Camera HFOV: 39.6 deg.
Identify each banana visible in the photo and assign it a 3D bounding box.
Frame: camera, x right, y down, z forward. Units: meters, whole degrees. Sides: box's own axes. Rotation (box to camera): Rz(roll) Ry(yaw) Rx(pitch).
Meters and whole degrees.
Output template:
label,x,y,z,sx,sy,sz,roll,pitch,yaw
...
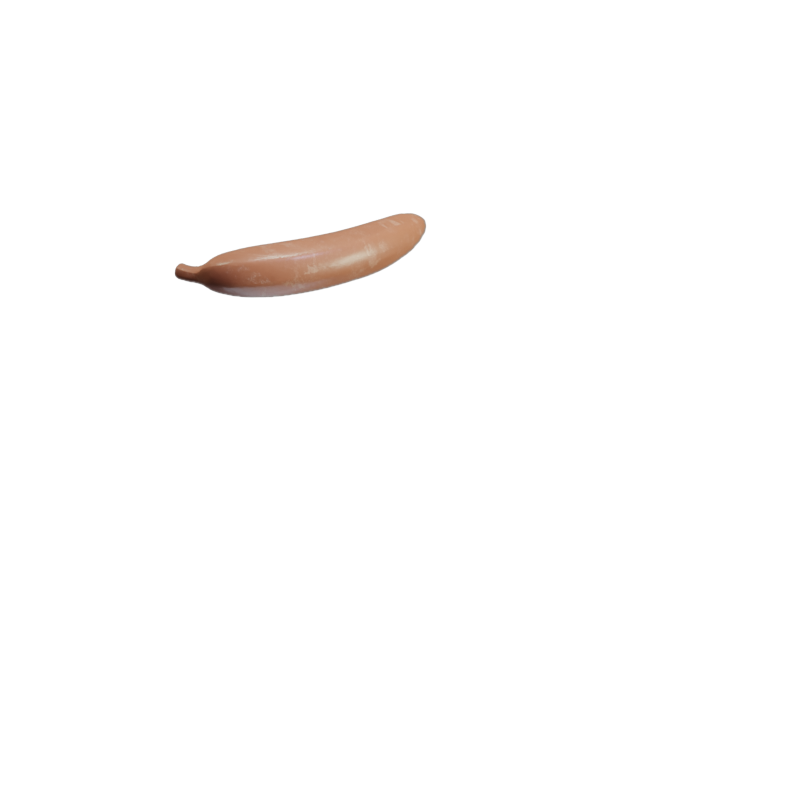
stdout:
label,x,y,z,sx,sy,sz,roll,pitch,yaw
banana,-0.060,-0.106,0.800,0.195,0.035,0.075,-13,34,-19
